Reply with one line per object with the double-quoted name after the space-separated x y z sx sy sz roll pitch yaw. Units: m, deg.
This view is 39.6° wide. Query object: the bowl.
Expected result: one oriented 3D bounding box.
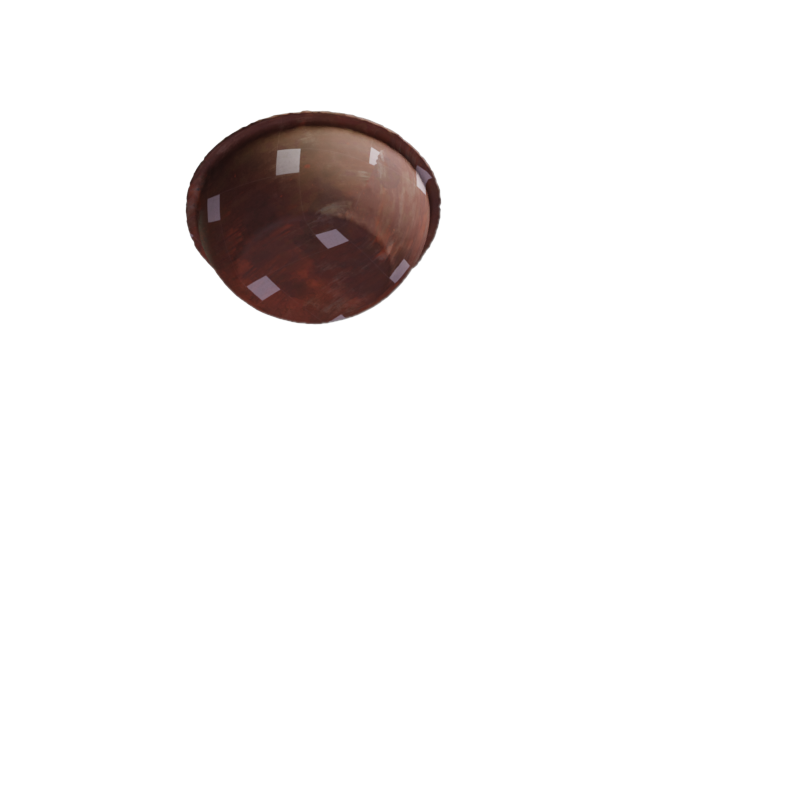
-0.053 -0.097 0.682 0.162 0.059 0.151 1 -43 -1 "bowl"
